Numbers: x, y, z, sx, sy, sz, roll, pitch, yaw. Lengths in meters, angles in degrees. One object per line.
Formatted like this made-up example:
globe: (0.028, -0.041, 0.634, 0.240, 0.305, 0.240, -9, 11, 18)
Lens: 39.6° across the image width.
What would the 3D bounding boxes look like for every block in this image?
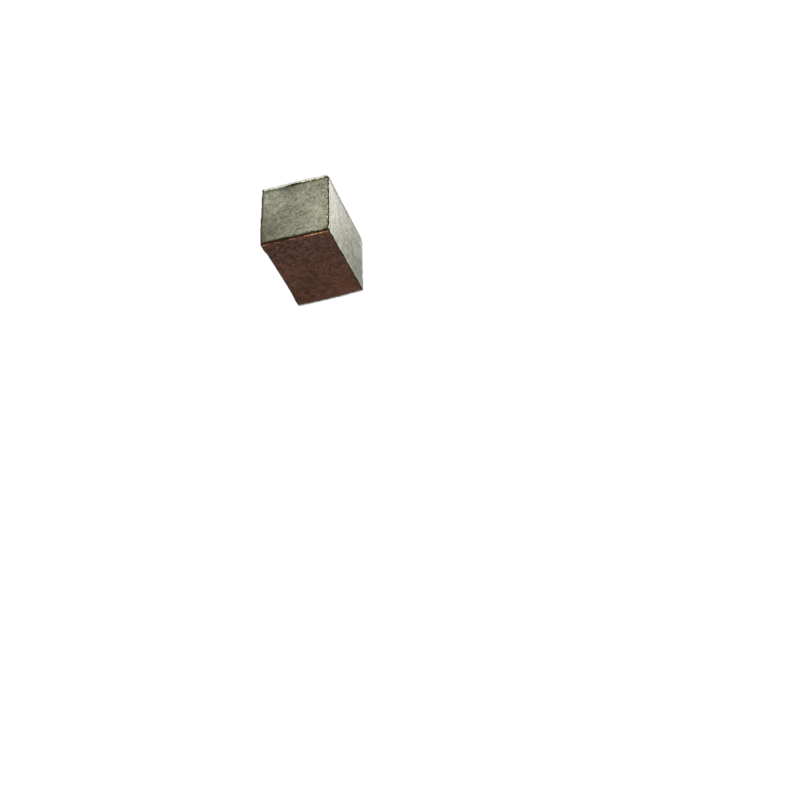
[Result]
block: (-0.063, -0.114, 0.799, 0.053, 0.055, 0.072, -11, -37, 13)
